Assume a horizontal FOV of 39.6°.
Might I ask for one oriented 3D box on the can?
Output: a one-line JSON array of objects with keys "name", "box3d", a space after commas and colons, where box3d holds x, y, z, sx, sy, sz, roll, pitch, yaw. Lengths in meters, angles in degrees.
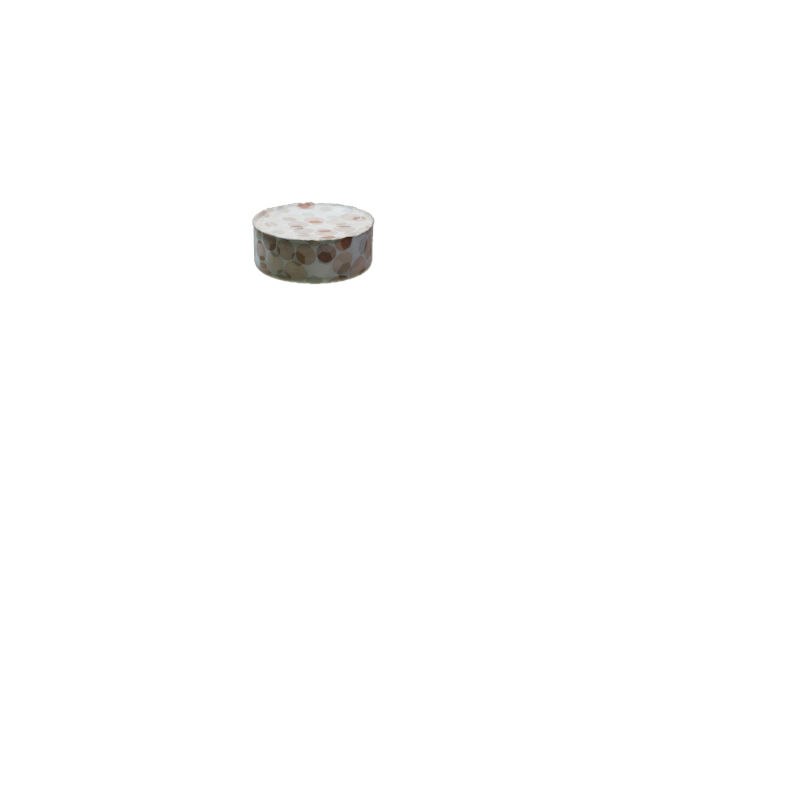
[{"name": "can", "box3d": [-0.061, -0.112, 0.784, 0.086, 0.032, 0.090, -1, 25, -2]}]
